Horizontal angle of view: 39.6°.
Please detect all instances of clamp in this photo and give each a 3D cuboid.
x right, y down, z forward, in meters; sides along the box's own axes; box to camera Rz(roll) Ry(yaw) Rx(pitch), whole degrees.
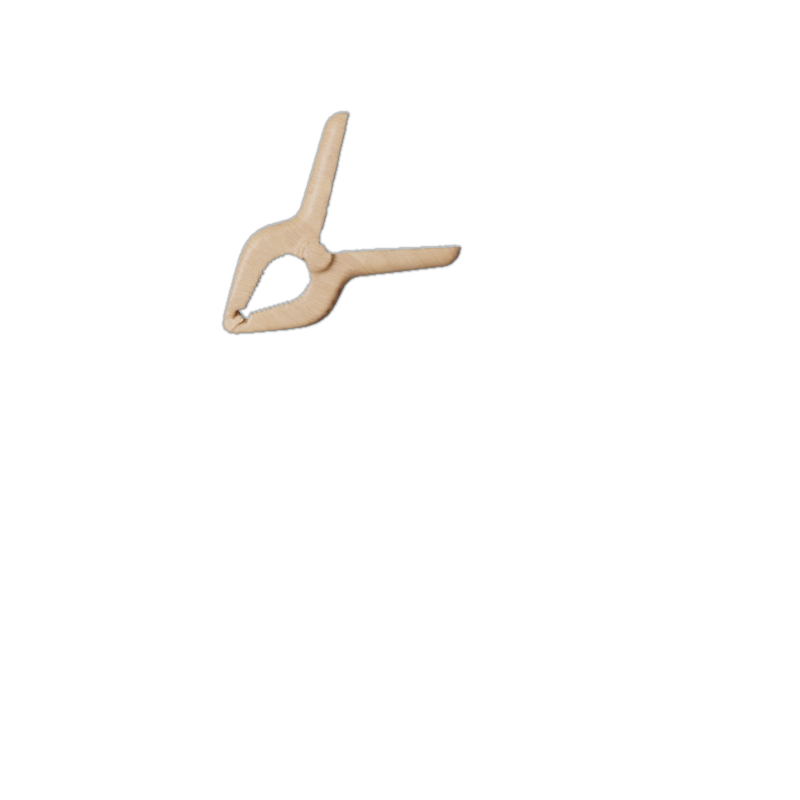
[{"bbox_3d":[-0.076,-0.138,0.966,0.210,0.165,0.036,-33,-1,-1],"label":"clamp"}]
